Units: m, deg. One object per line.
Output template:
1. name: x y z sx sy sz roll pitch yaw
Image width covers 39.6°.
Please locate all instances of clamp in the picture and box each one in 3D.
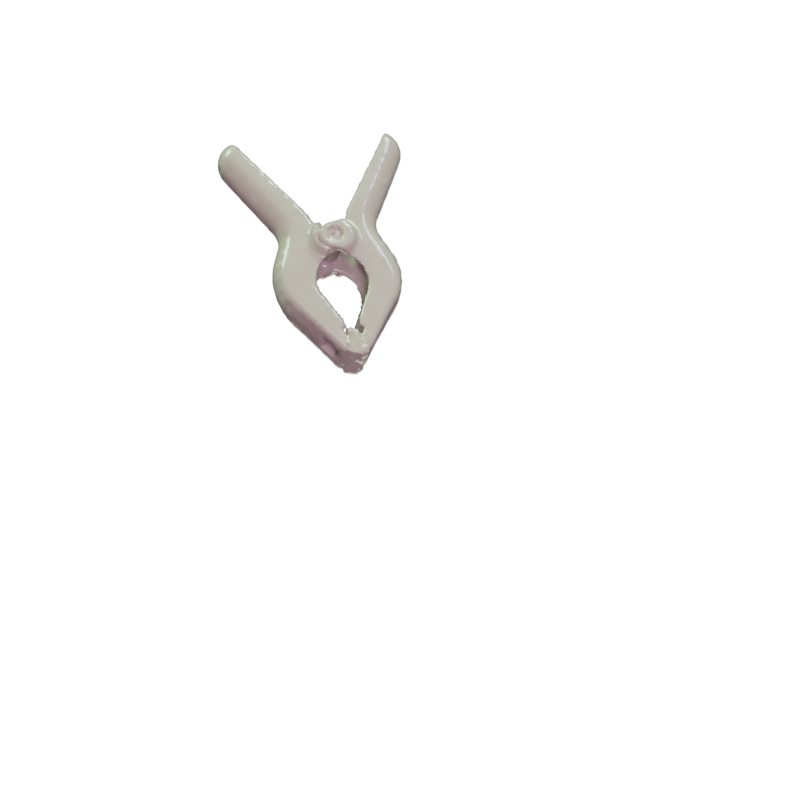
1. clamp: -0.054 -0.099 0.692 0.120 0.184 0.037 -3 -33 -2
